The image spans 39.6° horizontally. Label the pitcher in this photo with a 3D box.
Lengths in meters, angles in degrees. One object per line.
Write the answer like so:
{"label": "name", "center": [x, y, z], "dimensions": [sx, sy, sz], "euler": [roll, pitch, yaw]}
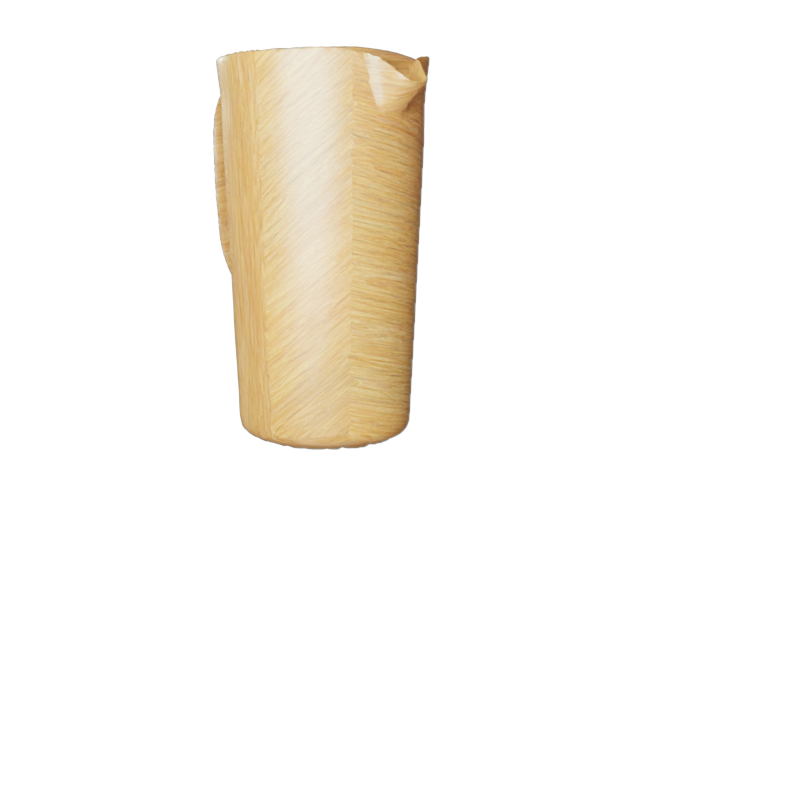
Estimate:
{"label": "pitcher", "center": [-0.055, -0.101, 0.706], "dimensions": [0.145, 0.241, 0.151], "euler": [0, 5, 1]}
